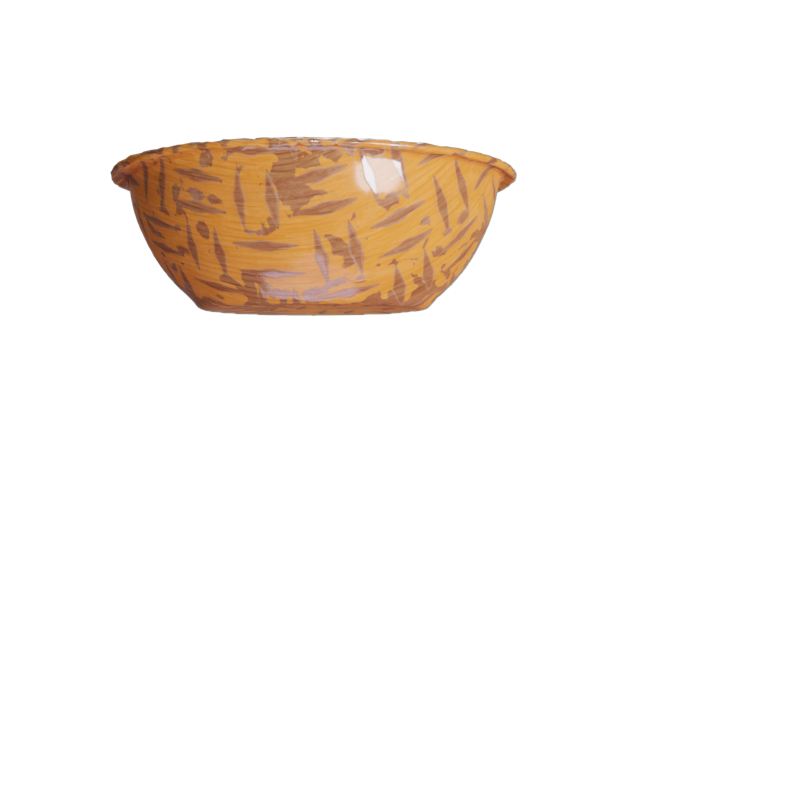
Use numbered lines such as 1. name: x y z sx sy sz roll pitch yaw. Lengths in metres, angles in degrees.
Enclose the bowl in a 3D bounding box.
1. bowl: -0.035 -0.063 0.443 0.162 0.055 0.161 0 1 -2
